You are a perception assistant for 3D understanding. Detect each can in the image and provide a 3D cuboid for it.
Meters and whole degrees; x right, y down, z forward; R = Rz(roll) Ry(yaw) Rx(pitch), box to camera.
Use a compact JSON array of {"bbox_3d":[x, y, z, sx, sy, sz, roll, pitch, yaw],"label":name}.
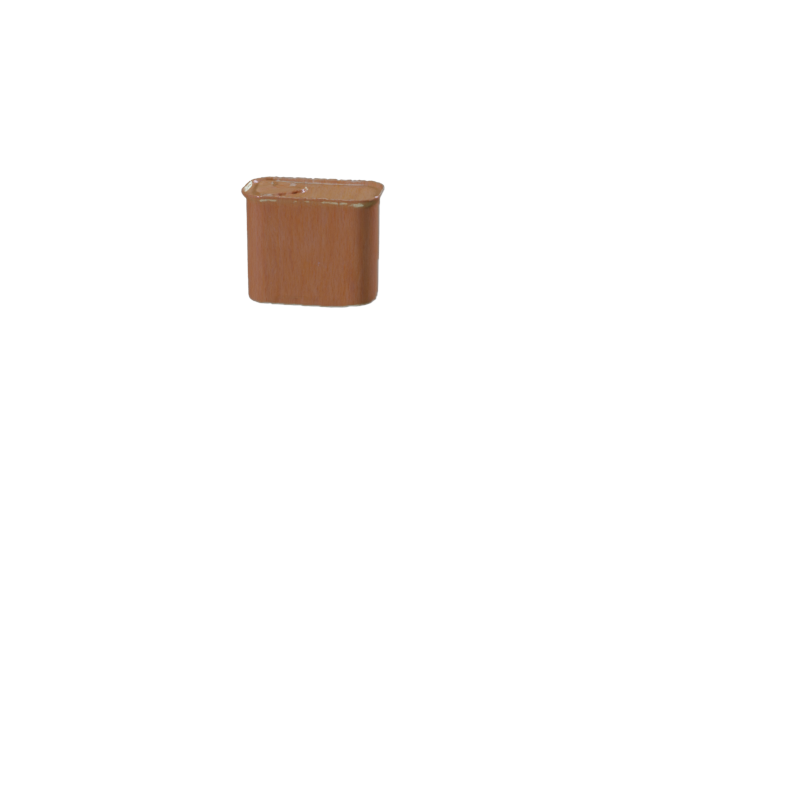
[{"bbox_3d":[-0.064,-0.117,0.818,0.103,0.080,0.059,4,21,8],"label":"can"}]
